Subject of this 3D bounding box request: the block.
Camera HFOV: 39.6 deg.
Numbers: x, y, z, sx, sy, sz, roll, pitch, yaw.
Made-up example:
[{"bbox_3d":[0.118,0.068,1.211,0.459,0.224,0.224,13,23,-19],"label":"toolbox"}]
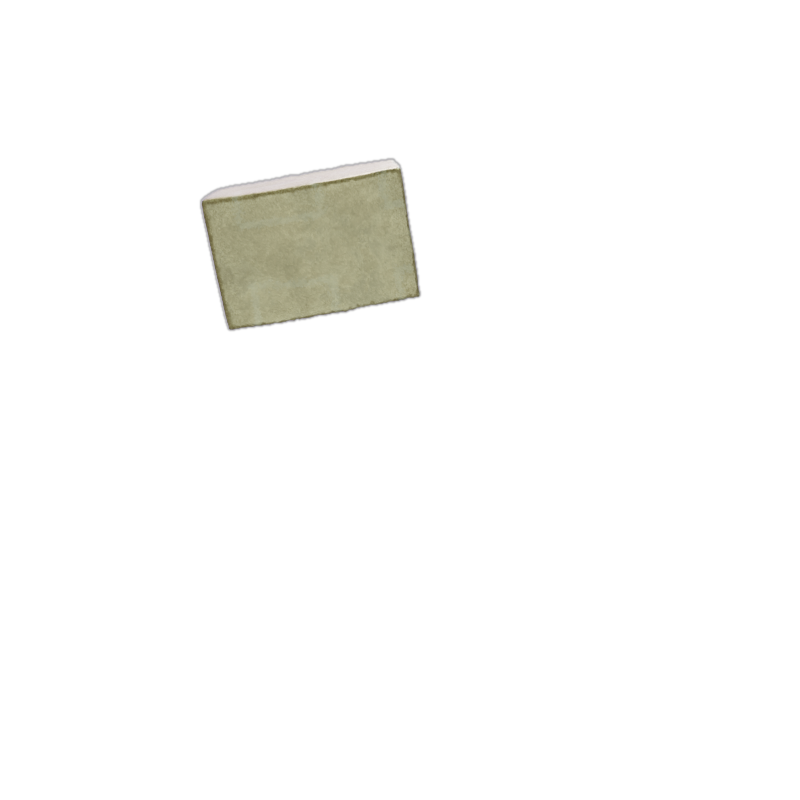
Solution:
[{"bbox_3d":[-0.035,-0.063,0.443,0.078,0.051,0.053,-9,12,0],"label":"block"}]
